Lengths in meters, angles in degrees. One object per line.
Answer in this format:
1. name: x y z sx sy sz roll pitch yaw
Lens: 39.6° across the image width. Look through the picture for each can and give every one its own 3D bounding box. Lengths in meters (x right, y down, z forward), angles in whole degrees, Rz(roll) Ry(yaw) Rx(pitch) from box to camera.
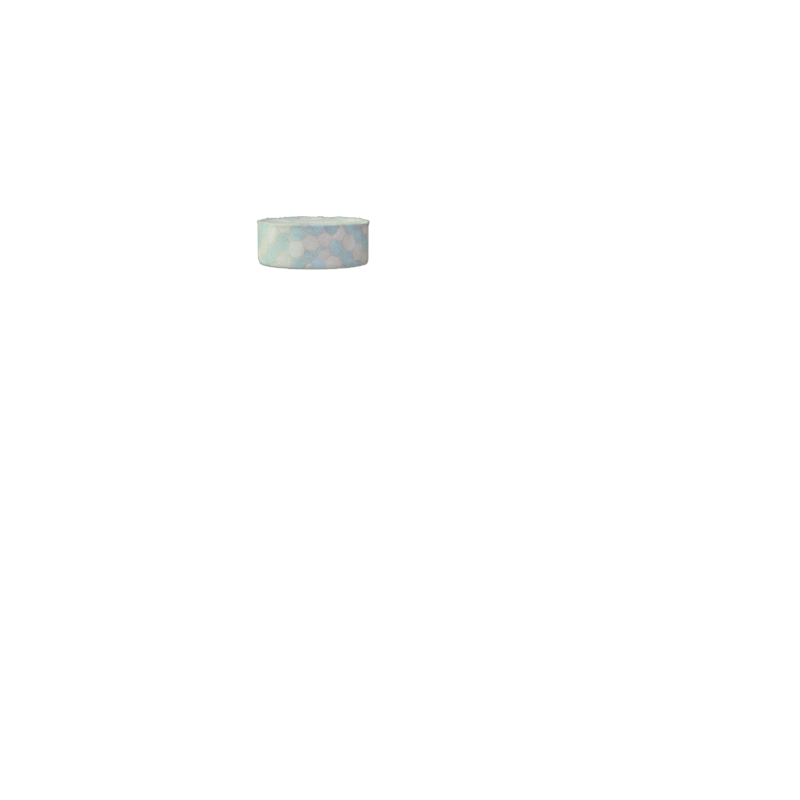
1. can: -0.066 -0.120 0.842 0.086 0.033 0.088 0 12 -2
